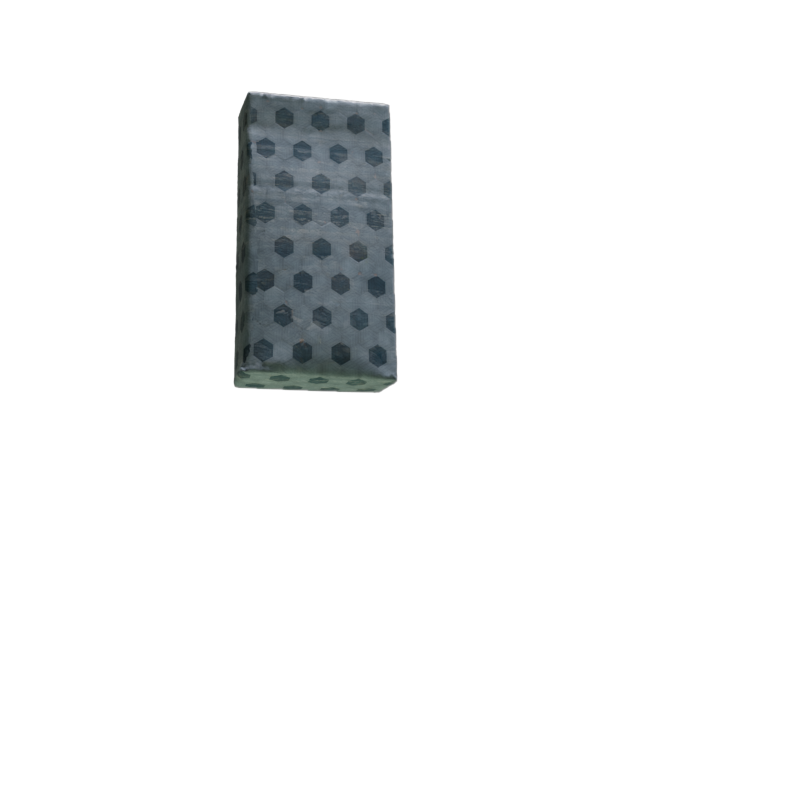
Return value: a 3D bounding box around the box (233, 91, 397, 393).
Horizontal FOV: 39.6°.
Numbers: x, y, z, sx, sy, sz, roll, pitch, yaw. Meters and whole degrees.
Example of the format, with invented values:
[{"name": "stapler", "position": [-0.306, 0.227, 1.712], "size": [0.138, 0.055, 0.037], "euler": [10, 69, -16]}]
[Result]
[{"name": "box", "position": [-0.053, -0.096, 0.672], "size": [0.092, 0.184, 0.047], "euler": [3, -19, -13]}]
